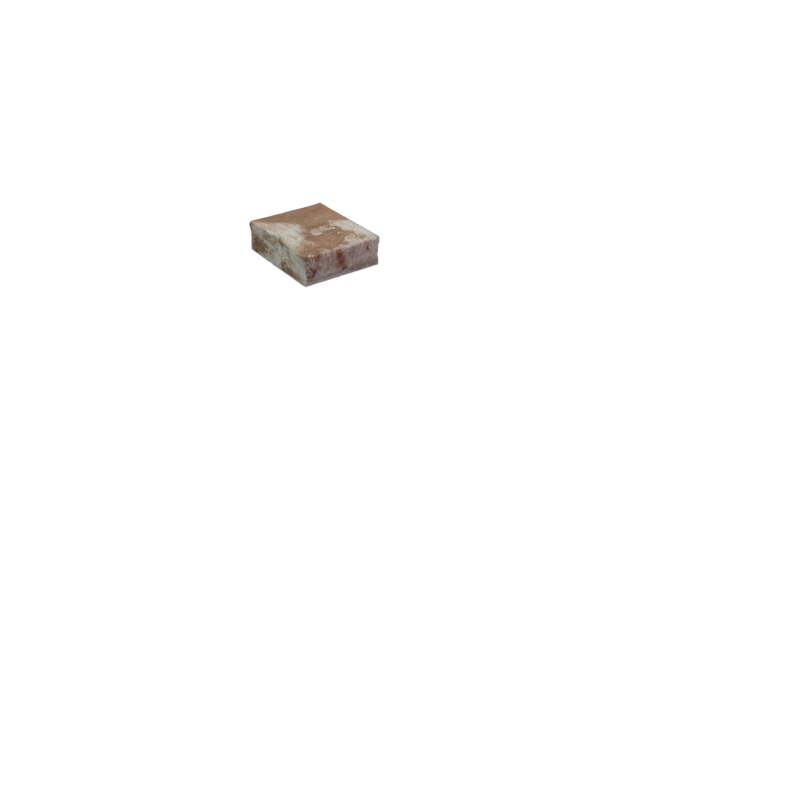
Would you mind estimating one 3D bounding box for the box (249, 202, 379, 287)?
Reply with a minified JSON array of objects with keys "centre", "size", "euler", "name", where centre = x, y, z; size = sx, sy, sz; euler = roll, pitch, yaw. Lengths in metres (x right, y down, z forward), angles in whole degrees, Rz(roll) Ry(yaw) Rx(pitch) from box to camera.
[{"centre":[-0.072,-0.131,0.920],"size":[0.072,0.028,0.096],"euler":[-19,36,-30],"name":"box"}]
